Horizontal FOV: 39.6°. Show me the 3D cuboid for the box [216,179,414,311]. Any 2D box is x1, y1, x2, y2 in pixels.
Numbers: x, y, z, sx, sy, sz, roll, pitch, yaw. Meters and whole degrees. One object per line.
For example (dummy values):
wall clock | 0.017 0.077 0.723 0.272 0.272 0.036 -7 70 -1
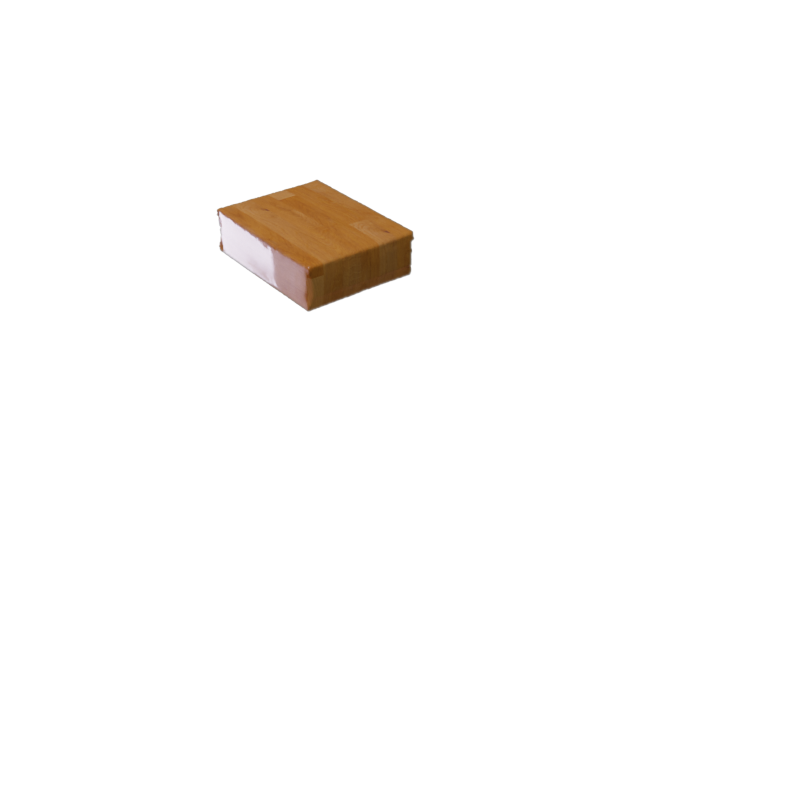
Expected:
box | -0.060 -0.110 0.769 0.089 0.037 0.122 -22 37 -33
